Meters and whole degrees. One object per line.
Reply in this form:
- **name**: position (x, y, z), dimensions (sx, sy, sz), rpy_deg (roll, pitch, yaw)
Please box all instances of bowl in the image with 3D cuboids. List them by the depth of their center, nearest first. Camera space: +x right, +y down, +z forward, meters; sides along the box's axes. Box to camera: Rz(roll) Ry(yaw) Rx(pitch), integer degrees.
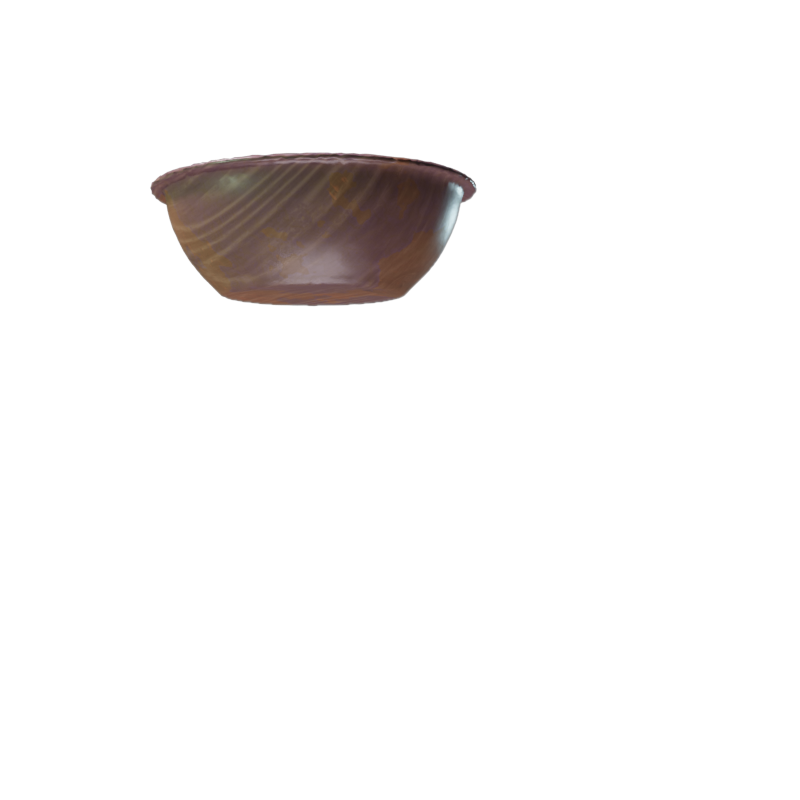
- **bowl**: position (-0.043, -0.079, 0.550), dimensions (0.162, 0.056, 0.160), rpy_deg (0, -2, -2)
